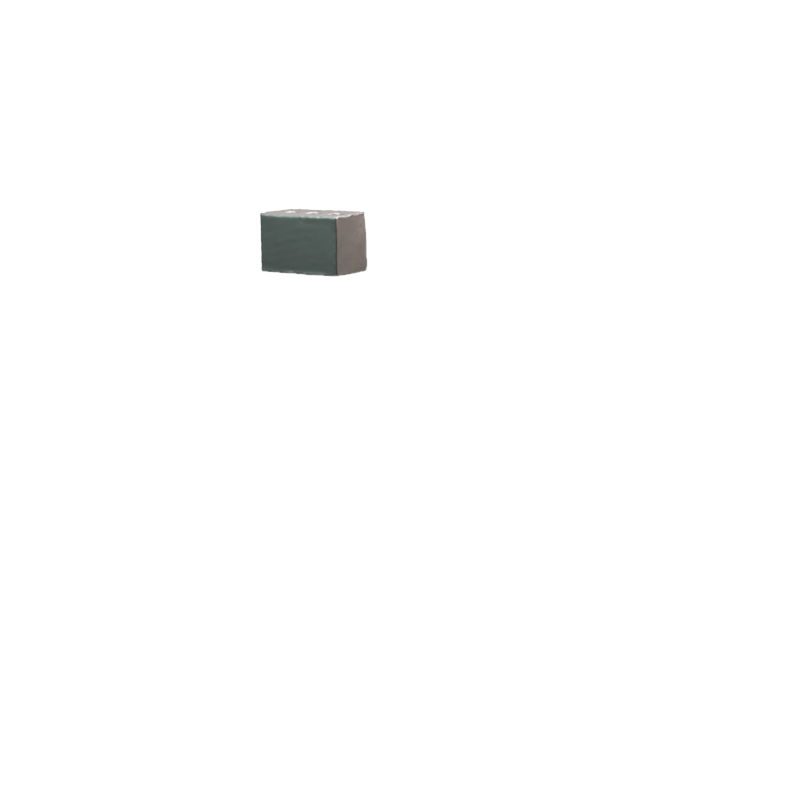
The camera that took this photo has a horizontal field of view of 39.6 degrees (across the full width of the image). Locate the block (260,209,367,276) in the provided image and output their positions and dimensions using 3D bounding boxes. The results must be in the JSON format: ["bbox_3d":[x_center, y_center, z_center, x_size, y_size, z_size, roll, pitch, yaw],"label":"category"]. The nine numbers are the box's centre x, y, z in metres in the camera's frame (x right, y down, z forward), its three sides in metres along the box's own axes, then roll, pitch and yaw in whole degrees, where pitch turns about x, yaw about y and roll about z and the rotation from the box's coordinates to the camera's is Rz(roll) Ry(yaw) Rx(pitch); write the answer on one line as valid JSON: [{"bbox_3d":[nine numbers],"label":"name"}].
[{"bbox_3d":[-0.074,-0.135,0.948,0.081,0.050,0.052,6,11,28],"label":"block"}]
